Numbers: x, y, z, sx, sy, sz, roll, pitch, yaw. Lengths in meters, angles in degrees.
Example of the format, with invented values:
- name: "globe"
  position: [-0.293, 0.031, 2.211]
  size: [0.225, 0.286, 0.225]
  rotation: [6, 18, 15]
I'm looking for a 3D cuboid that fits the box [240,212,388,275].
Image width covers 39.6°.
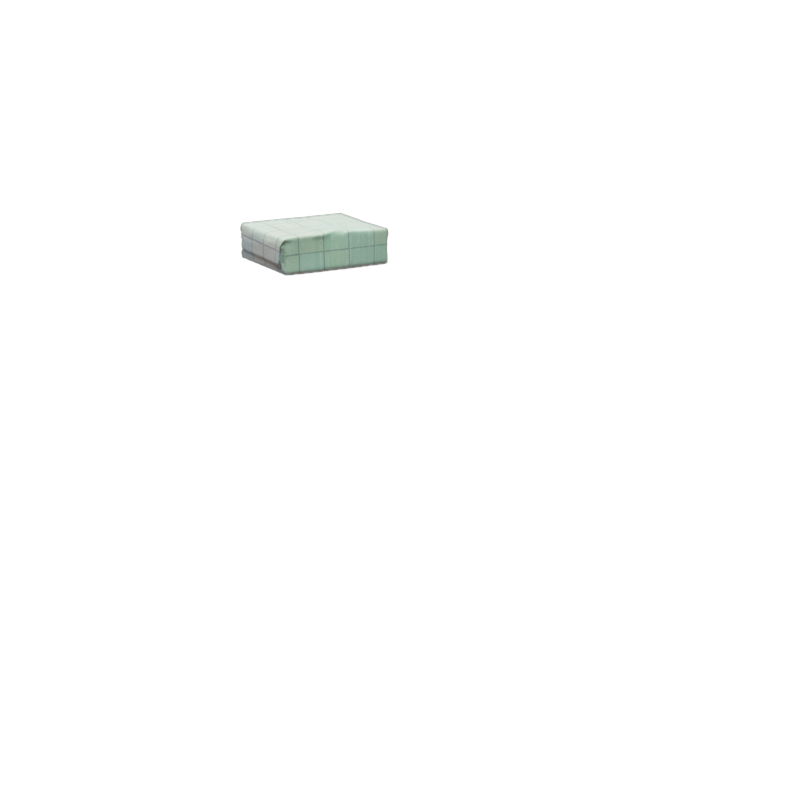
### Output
- name: "box"
  position: [-0.065, -0.118, 0.825]
  size: [0.087, 0.029, 0.077]
  rotation: [-10, 21, -28]
